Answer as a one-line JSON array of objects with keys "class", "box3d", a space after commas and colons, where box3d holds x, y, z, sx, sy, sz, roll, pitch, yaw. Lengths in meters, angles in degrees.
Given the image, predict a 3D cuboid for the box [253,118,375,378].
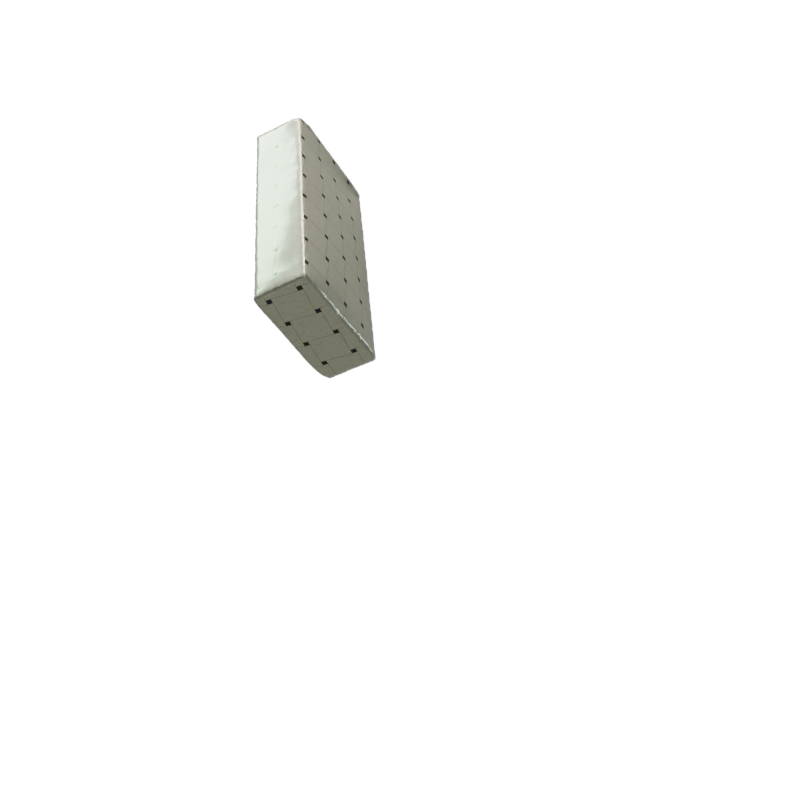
[{"class": "box", "box3d": [-0.060, -0.111, 0.774, 0.048, 0.189, 0.086, -23, -47, 19]}]
